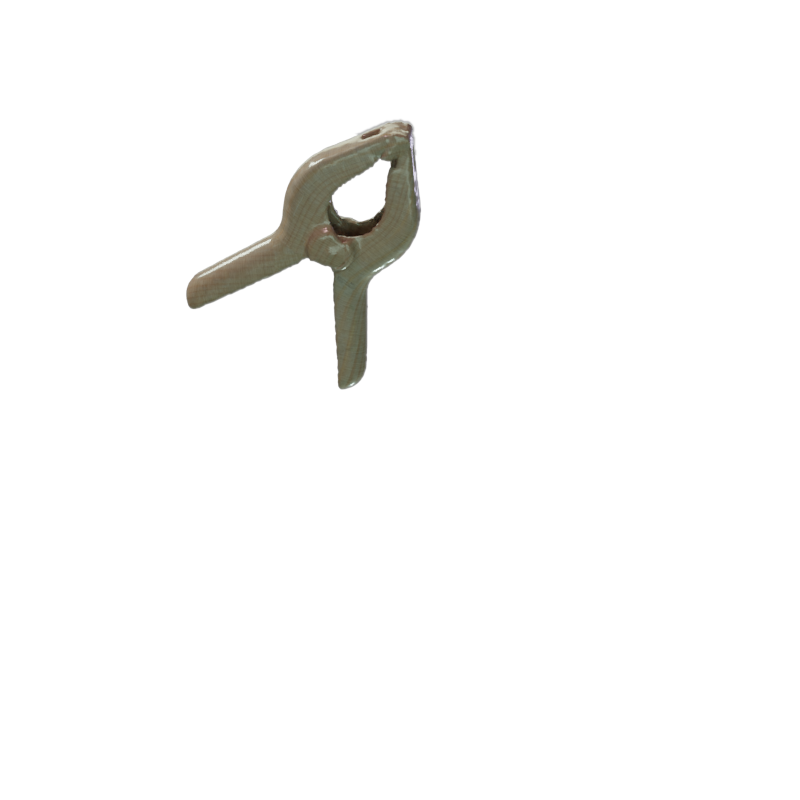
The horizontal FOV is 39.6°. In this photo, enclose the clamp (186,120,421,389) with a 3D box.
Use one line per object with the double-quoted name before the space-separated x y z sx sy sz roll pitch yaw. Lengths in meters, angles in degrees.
"clamp" -0.051 -0.093 0.652 0.118 0.165 0.041 20 25 -10
